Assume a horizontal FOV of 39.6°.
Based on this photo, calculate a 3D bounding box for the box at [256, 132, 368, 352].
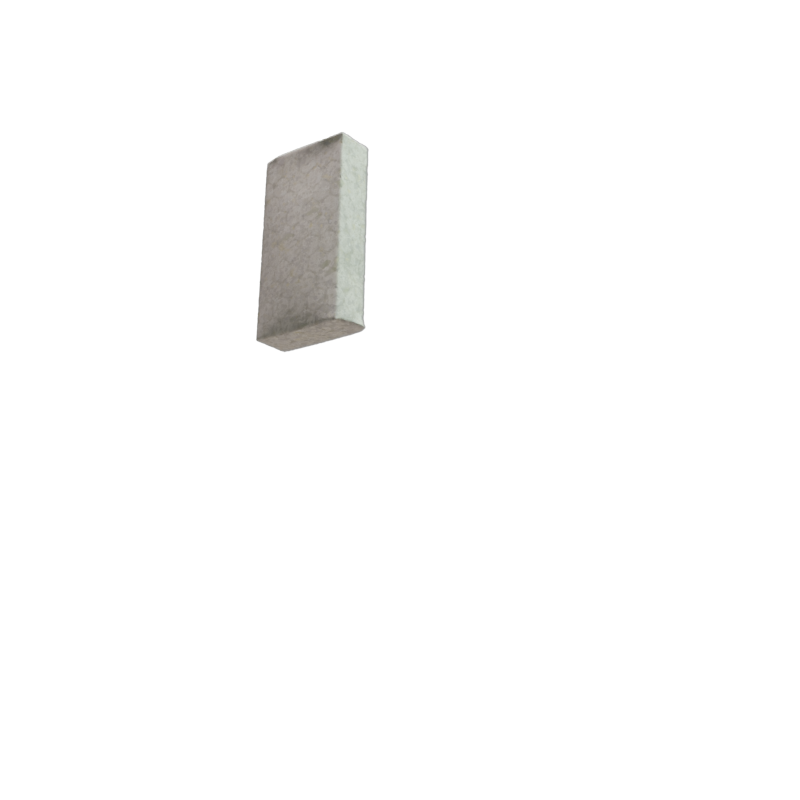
[{"bbox_3d":[-0.076,-0.138,0.966,0.095,0.185,0.045,-16,-26,34],"label":"box"}]
